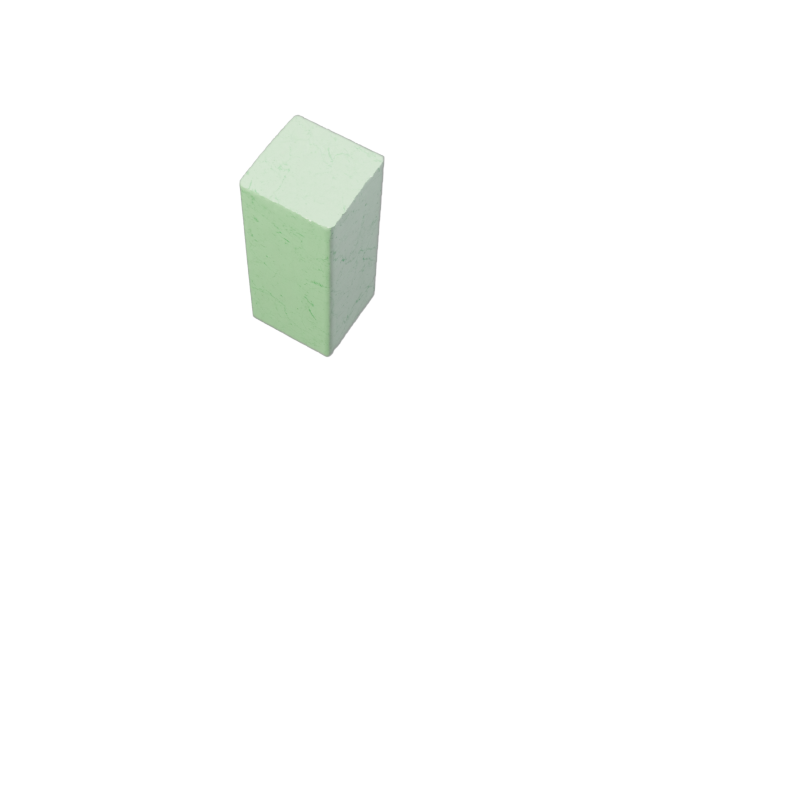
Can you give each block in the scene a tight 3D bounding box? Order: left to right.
[{"bbox_3d":[-0.077,-0.139,0.979,0.094,0.093,0.194,29,-27,12],"label":"block"}]
